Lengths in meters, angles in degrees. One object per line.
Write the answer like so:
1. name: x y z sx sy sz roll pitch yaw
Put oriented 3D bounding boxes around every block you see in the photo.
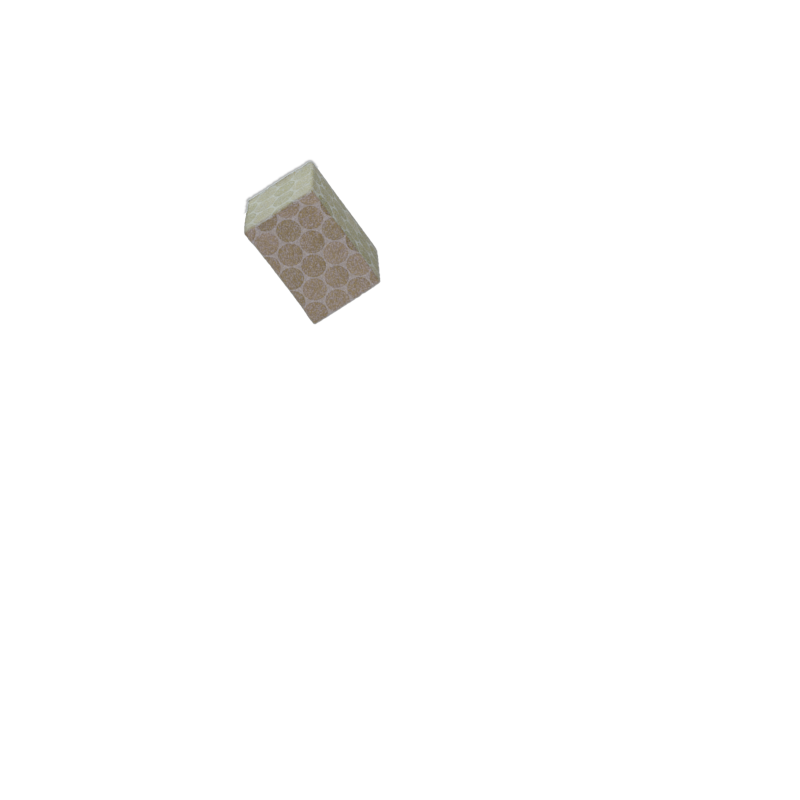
1. block: -0.055 -0.100 0.699 0.053 0.074 0.054 -31 24 13
